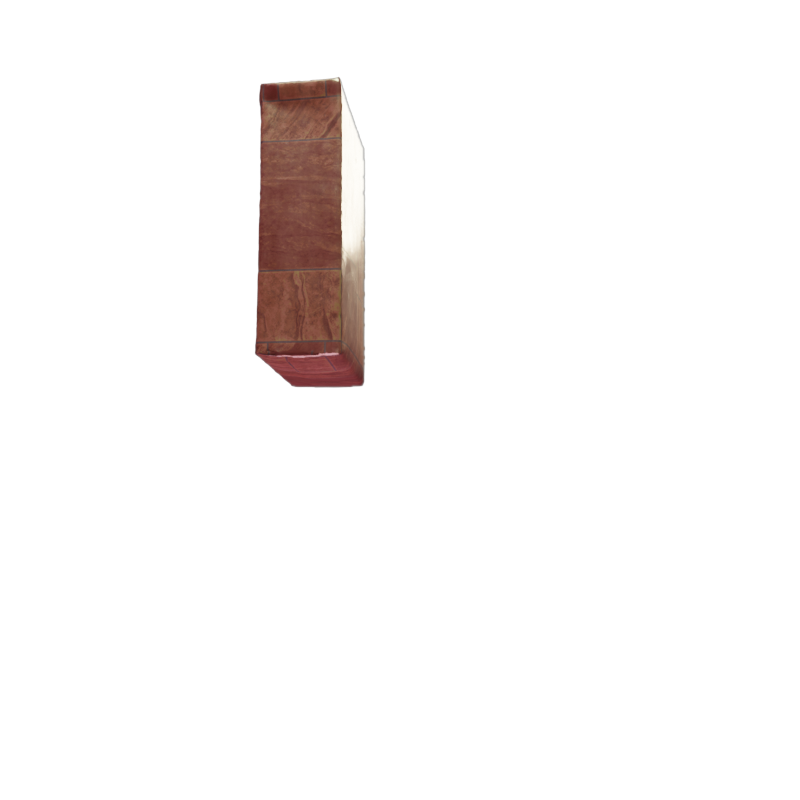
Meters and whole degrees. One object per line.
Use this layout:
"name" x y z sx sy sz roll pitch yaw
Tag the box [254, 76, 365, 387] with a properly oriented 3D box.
"box" -0.069 -0.126 0.884 0.072 0.221 0.158 -2 -12 5
